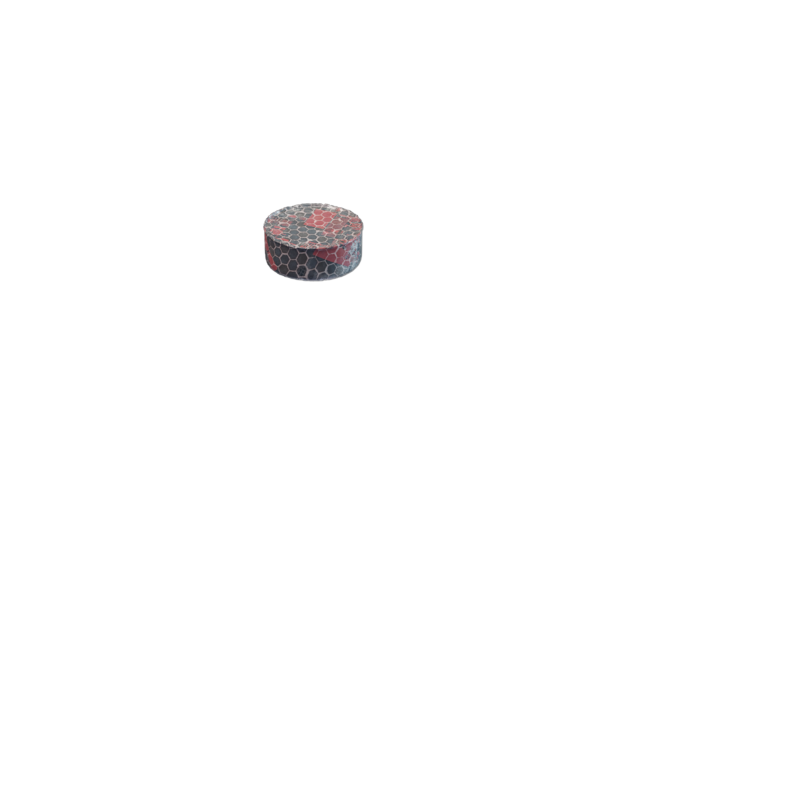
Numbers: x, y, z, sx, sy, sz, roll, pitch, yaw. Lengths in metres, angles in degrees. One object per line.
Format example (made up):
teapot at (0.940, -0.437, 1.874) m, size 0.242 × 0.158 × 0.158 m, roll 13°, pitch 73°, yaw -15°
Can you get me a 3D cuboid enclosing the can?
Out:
can at (-0.075, -0.136, 0.952) m, size 0.086 × 0.032 × 0.091 m, roll -1°, pitch 33°, yaw -2°
